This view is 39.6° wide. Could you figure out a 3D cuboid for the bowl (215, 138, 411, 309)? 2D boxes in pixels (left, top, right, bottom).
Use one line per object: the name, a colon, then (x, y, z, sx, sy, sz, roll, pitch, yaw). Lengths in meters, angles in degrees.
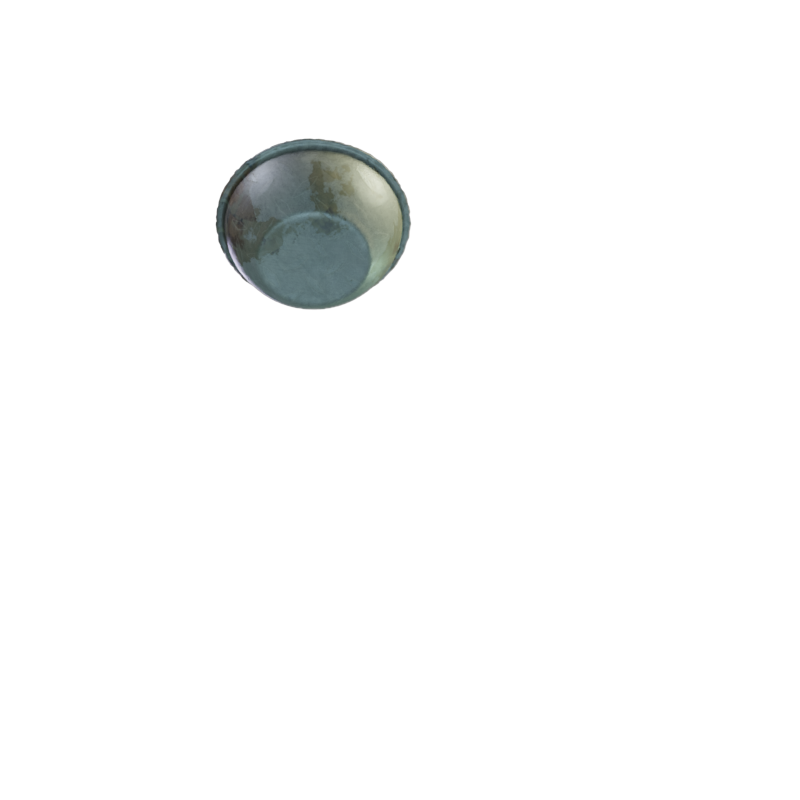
bowl: (-0.070, -0.128, 0.898, 0.162, 0.152, 0.059, 1, 36, -1)
